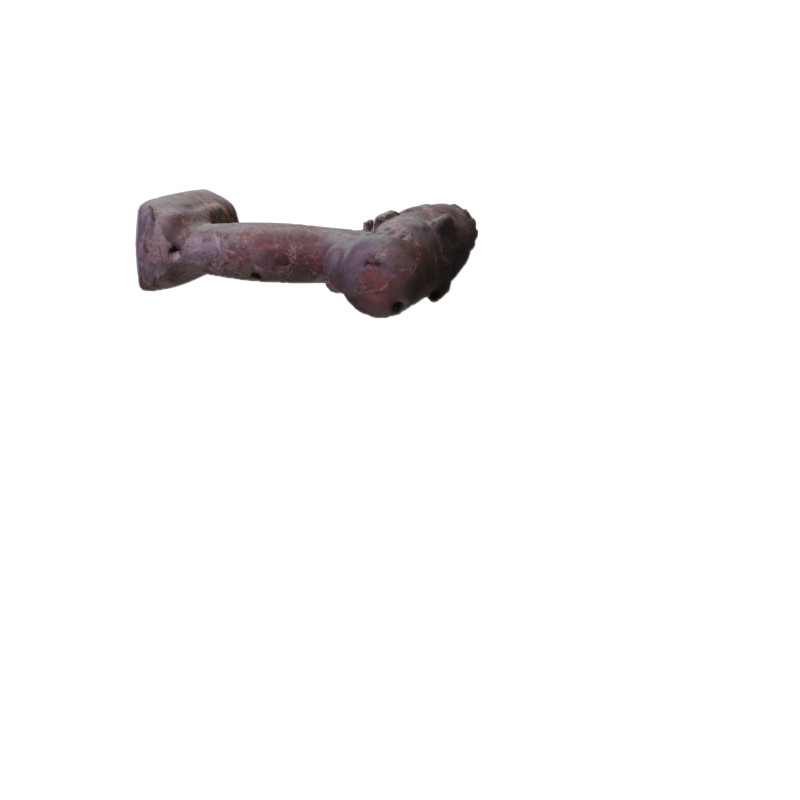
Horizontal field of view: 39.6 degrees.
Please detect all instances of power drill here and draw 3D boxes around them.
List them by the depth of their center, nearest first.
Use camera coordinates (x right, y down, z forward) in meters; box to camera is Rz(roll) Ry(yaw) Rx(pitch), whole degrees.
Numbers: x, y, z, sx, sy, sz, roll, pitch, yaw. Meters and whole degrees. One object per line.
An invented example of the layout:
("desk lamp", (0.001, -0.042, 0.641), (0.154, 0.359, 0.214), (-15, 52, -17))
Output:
("power drill", (-0.054, -0.098, 0.686), (0.193, 0.056, 0.185), (5, 16, 17))
